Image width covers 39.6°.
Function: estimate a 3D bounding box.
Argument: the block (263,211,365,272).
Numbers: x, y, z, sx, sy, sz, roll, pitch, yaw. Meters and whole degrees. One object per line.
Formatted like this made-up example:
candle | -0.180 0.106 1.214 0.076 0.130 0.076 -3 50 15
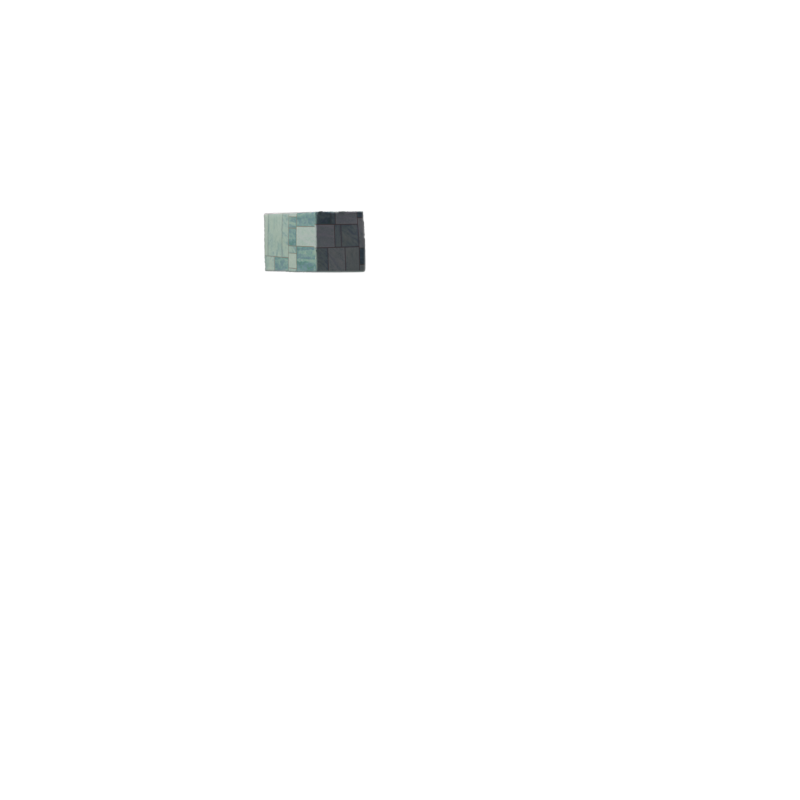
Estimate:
block | -0.074 -0.134 0.939 0.051 0.051 0.081 -3 7 -40
